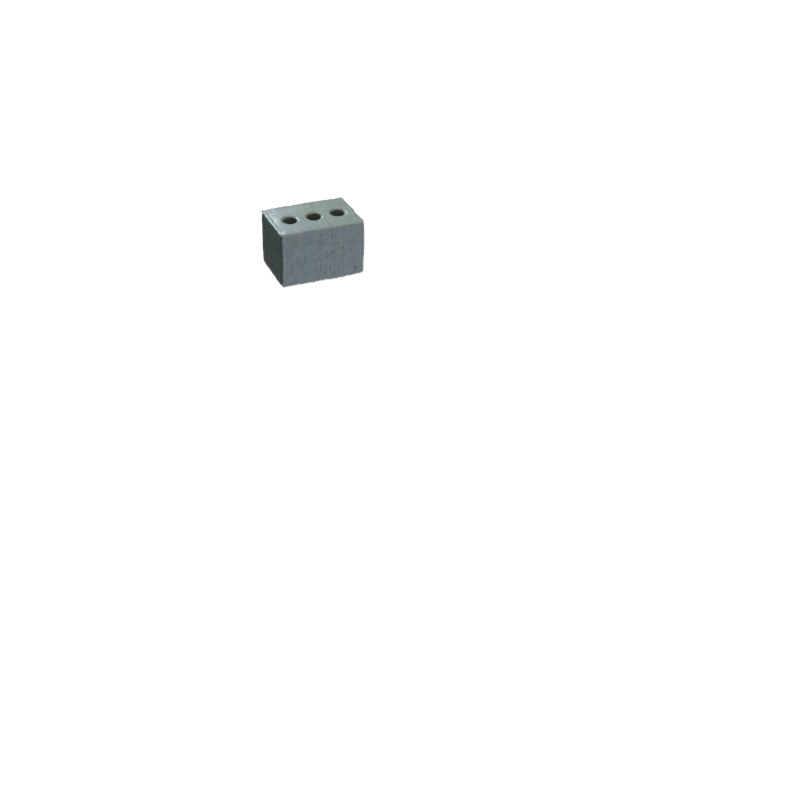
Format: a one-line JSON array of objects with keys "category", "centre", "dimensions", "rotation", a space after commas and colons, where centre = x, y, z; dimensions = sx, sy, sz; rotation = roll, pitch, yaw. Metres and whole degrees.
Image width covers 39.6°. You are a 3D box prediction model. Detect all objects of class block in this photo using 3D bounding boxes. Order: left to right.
[{"category": "block", "centre": [-0.075, -0.137, 0.960], "dimensions": [0.077, 0.048, 0.057], "rotation": [-12, 34, -20]}]
